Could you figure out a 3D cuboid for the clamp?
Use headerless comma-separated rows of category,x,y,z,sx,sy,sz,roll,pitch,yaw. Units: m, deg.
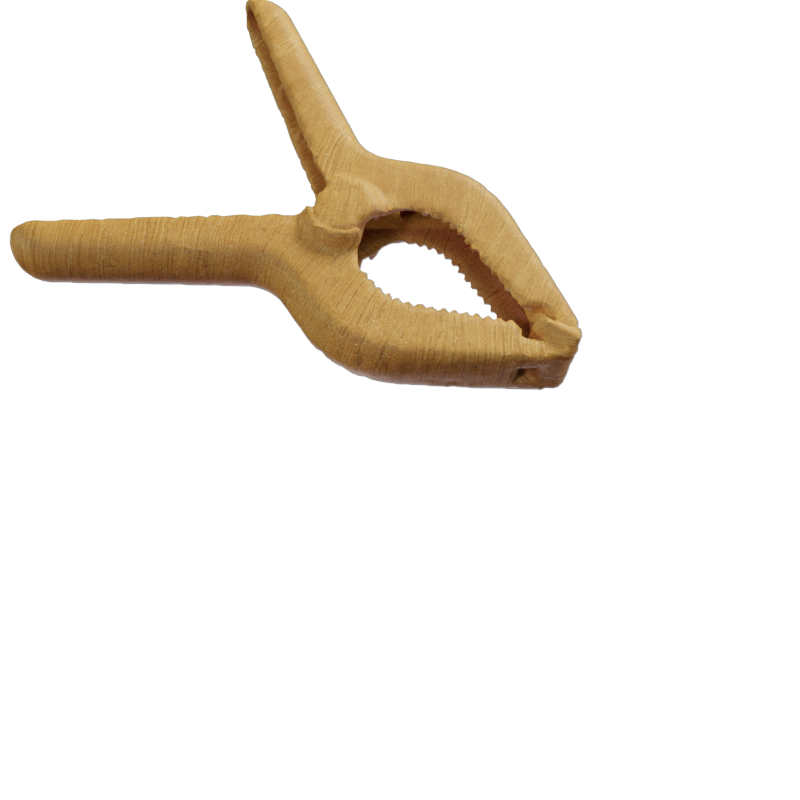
clamp,-0.034,-0.061,0.429,0.220,0.167,0.034,36,-24,19
